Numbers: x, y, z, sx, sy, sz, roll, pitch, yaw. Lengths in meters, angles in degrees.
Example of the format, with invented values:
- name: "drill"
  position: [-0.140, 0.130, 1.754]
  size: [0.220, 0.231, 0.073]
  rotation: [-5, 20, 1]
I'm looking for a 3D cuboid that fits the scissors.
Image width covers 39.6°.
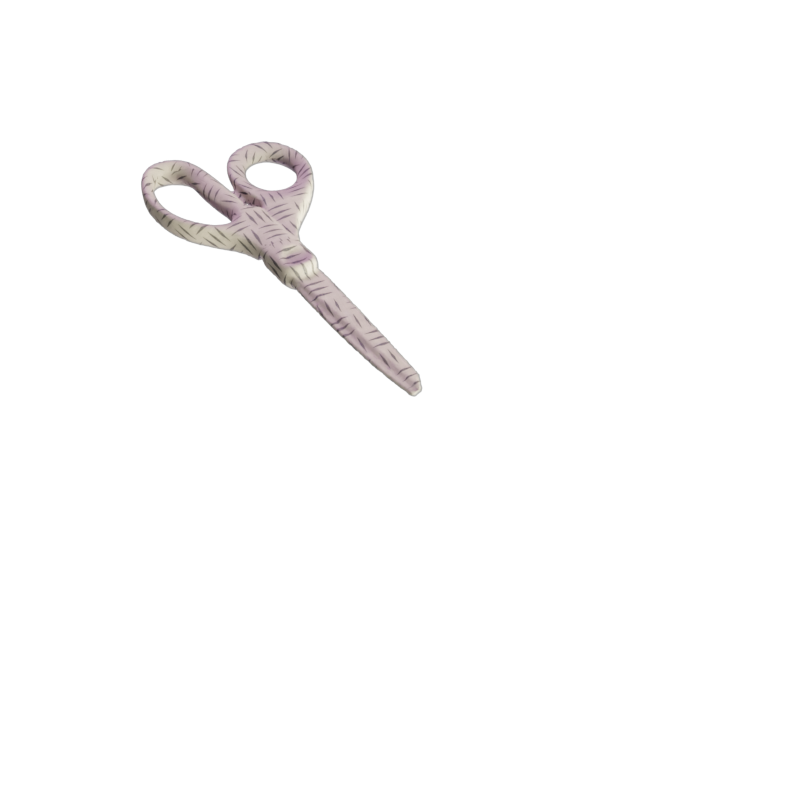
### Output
- name: "scissors"
  position: [-0.042, -0.076, 0.533]
  size: [0.214, 0.015, 0.097]
  rotation: [32, 51, 30]
